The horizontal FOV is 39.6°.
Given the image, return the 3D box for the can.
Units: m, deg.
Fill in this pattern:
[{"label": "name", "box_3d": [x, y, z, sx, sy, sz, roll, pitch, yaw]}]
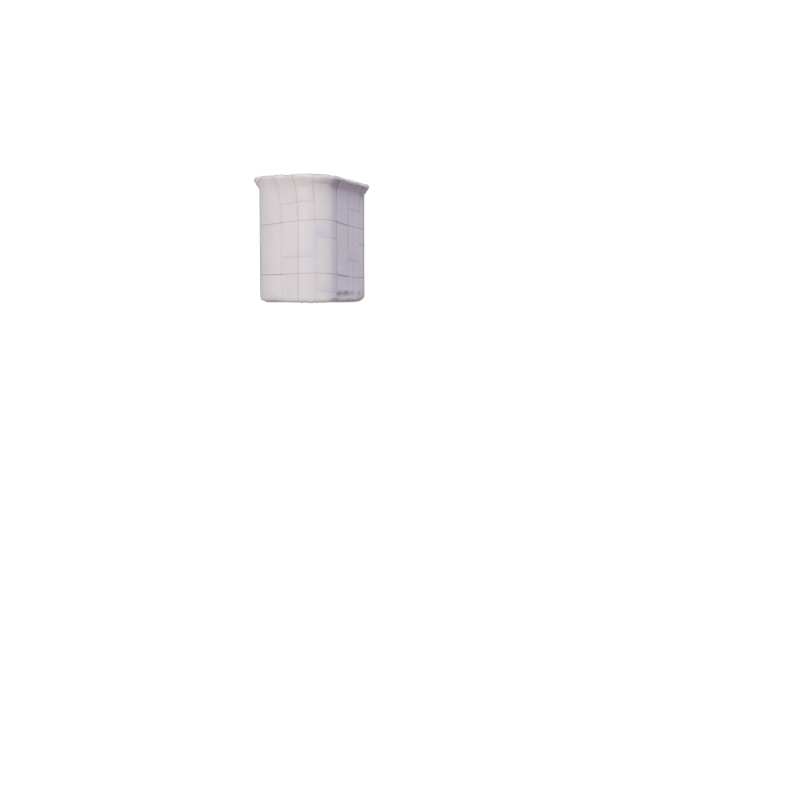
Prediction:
[{"label": "can", "box_3d": [-0.060, -0.109, 0.764, 0.059, 0.084, 0.099, 0, 2, 18]}]
